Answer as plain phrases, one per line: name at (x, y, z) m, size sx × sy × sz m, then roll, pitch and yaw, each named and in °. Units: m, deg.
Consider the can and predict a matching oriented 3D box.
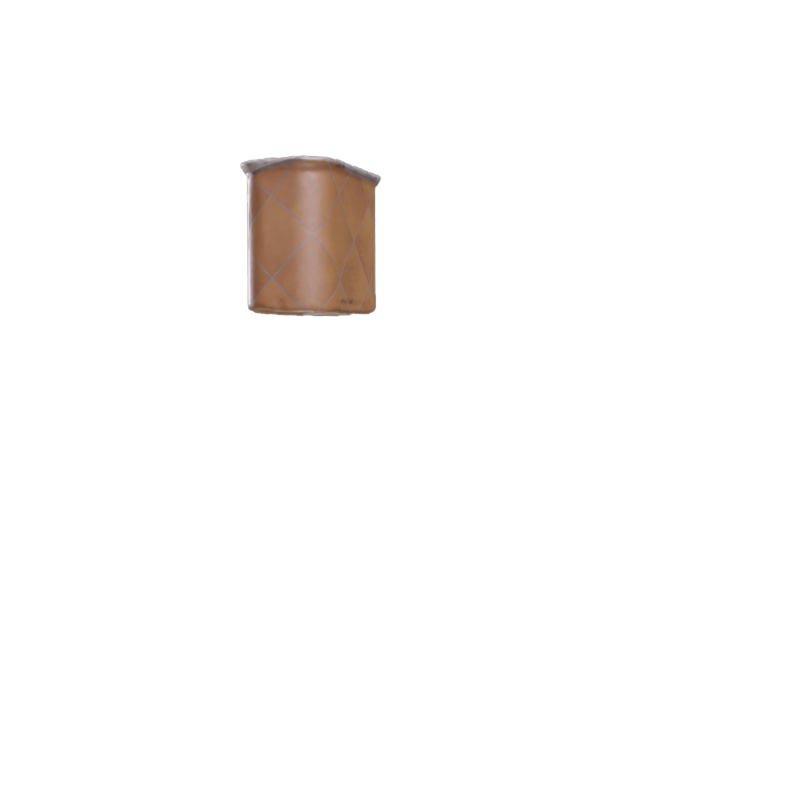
can at (-0.050, -0.091, 0.637) m, size 0.059 × 0.084 × 0.099 m, roll -1°, pitch -1°, yaw 20°
